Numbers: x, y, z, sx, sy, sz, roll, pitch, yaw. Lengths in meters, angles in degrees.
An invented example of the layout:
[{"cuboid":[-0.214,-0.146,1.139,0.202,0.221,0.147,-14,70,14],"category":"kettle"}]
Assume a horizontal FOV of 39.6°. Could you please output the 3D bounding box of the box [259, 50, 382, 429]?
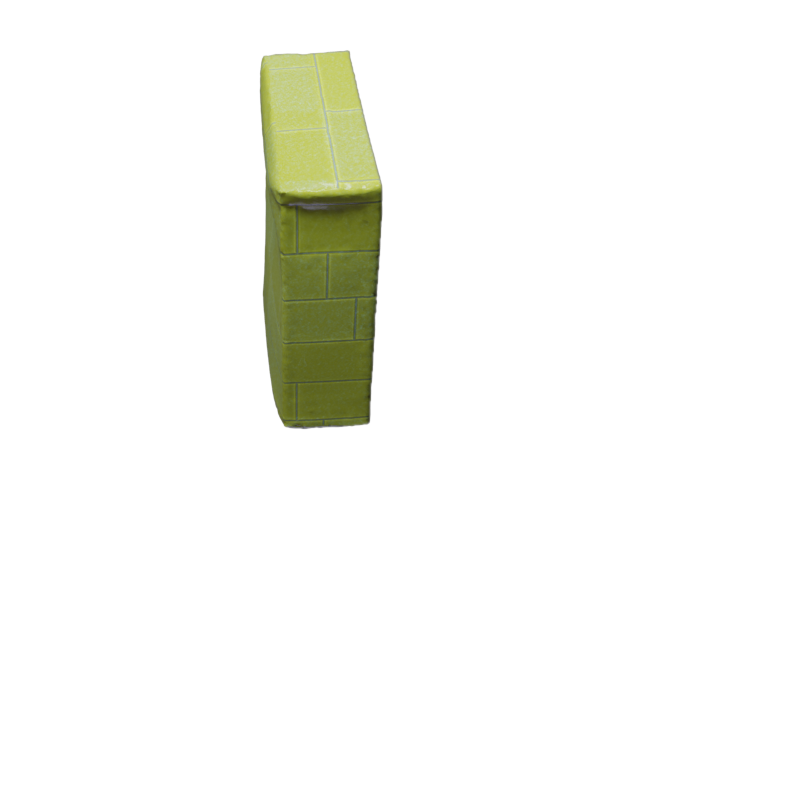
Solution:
[{"cuboid":[-0.061,-0.111,0.778,0.071,0.199,0.177,-4,44,-8],"category":"box"}]
